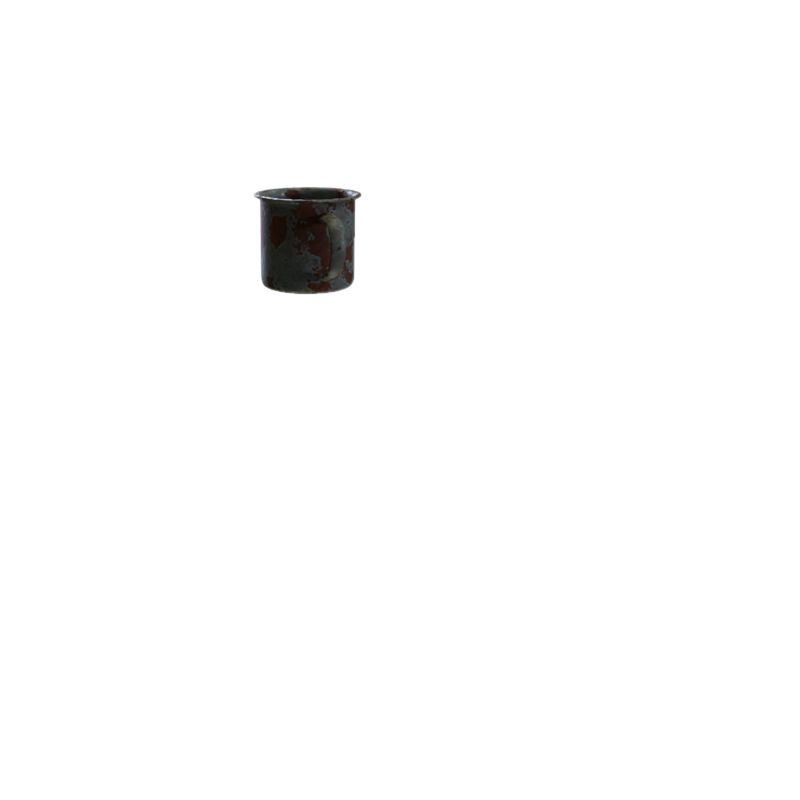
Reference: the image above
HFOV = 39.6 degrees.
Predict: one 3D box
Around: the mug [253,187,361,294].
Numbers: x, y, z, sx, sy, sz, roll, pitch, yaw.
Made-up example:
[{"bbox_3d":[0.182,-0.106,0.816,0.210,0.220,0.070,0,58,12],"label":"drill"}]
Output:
[{"bbox_3d":[-0.074,-0.136,0.949,0.091,0.079,0.124,-7,17,-26],"label":"mug"}]
